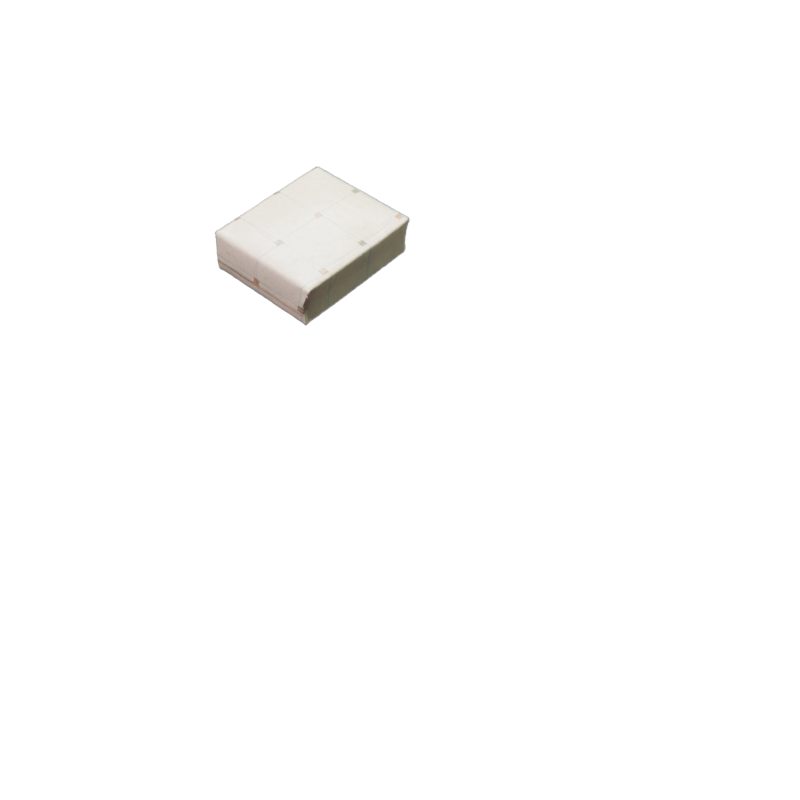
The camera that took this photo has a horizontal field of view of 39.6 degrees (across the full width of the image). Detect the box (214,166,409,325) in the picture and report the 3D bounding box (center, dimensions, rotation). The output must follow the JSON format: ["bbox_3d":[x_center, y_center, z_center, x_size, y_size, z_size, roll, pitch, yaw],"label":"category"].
[{"bbox_3d":[-0.062,-0.114,0.796,0.095,0.036,0.115,31,53,26],"label":"box"}]
